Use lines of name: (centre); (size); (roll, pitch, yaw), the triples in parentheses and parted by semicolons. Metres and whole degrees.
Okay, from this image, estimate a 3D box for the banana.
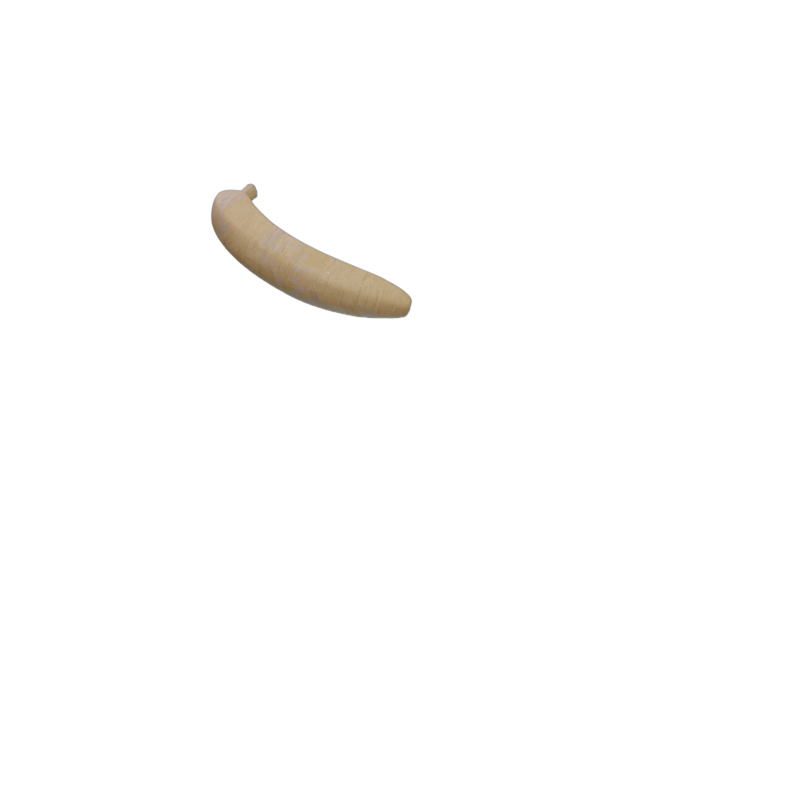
banana: (-0.078, -0.106, 0.775); (0.069, 0.034, 0.213); (-25, 46, -28)
